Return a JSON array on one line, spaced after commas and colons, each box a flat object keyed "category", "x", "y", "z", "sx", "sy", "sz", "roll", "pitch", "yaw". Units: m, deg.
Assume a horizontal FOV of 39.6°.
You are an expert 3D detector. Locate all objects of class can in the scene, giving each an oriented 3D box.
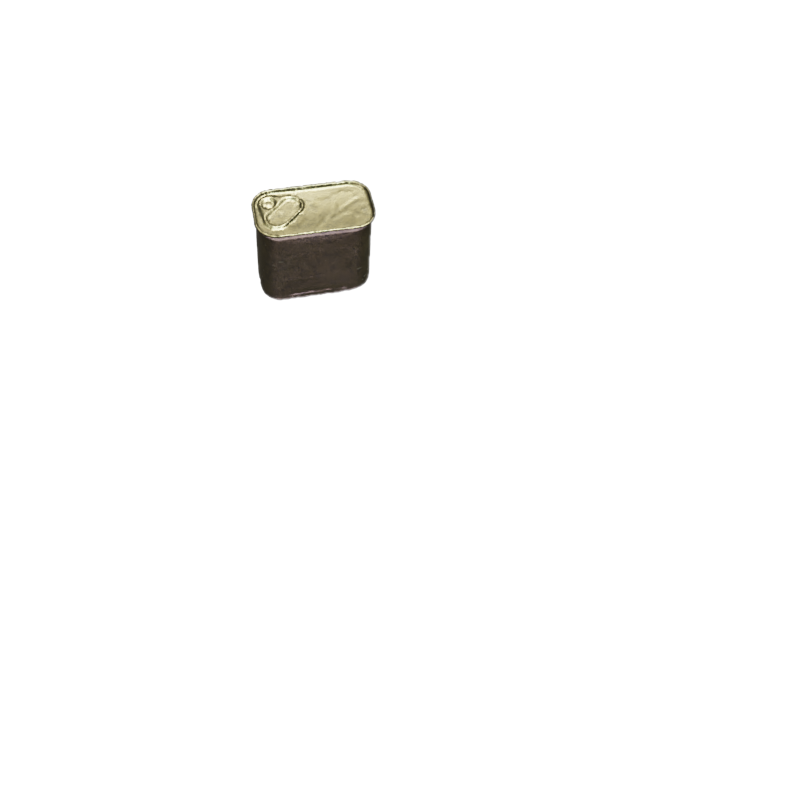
[{"category": "can", "x": -0.075, "y": -0.136, "z": 0.954, "sx": 0.101, "sy": 0.062, "sz": 0.078, "roll": -8, "pitch": -39, "yaw": -8}]
